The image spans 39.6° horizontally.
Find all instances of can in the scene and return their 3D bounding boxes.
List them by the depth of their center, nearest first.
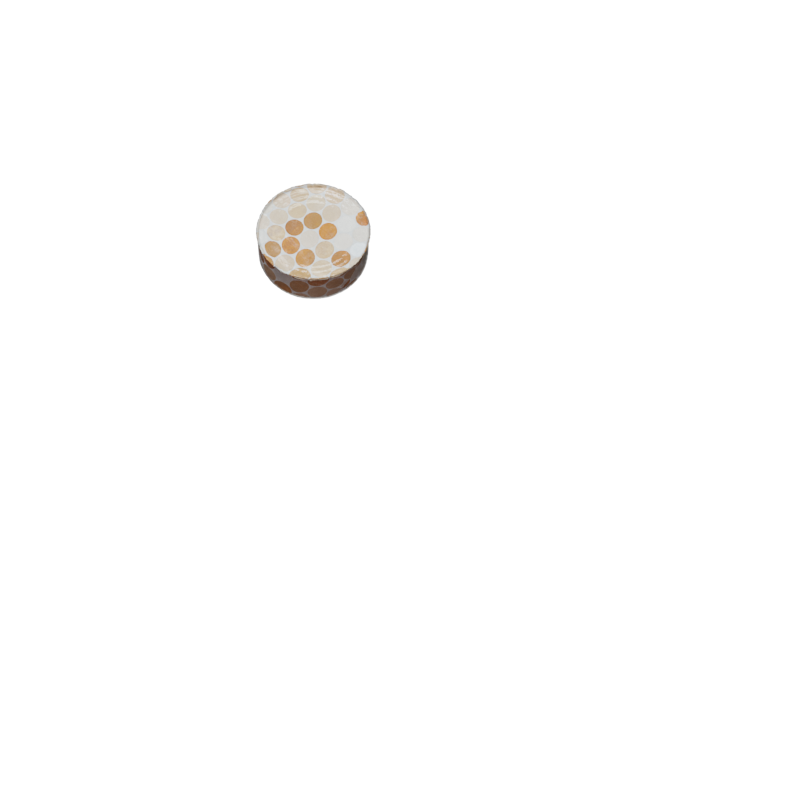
[{"bbox_3d":[-0.066,-0.120,0.843,0.086,0.092,0.031,-1,-30,-1],"label":"can"}]
